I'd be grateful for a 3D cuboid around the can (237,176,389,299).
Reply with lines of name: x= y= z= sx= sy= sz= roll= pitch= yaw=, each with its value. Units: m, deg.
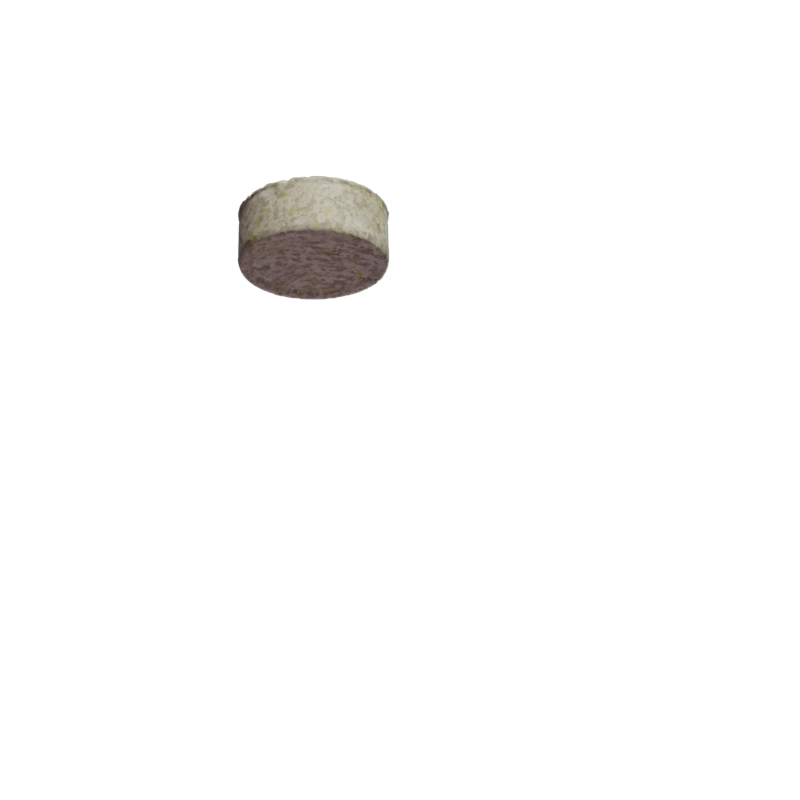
can: x=-0.049 y=-0.089 z=0.622 sx=0.086 sy=0.035 sz=0.081 roll=1 pitch=-23 yaw=-2
